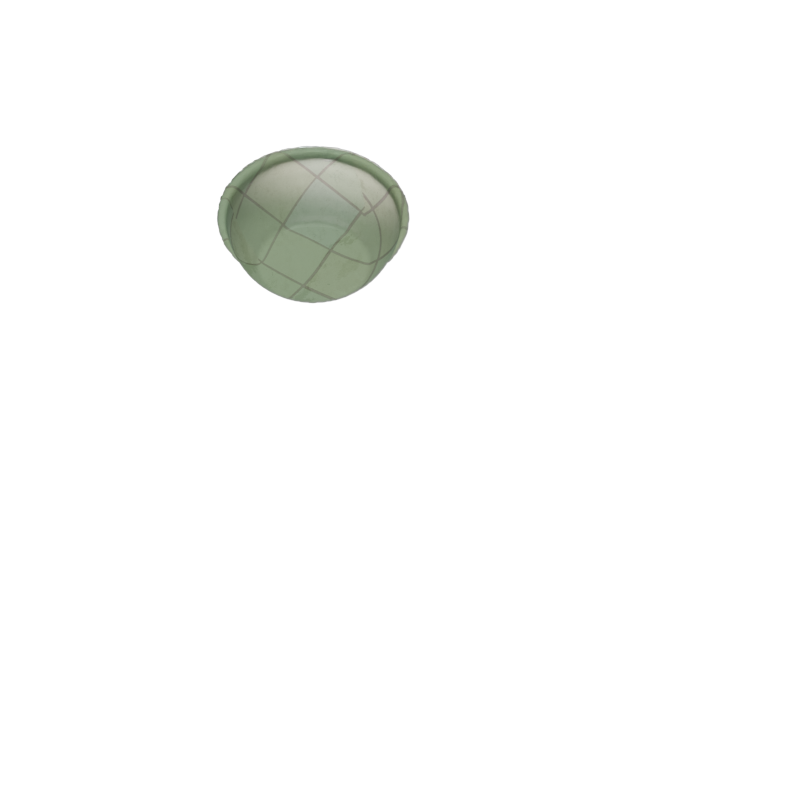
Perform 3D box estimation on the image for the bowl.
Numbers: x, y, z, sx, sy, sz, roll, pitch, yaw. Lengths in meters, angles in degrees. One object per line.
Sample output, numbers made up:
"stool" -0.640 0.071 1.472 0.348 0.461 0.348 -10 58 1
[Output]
"bowl" -0.072 -0.131 0.915 0.162 0.059 0.151 1 -42 -1
